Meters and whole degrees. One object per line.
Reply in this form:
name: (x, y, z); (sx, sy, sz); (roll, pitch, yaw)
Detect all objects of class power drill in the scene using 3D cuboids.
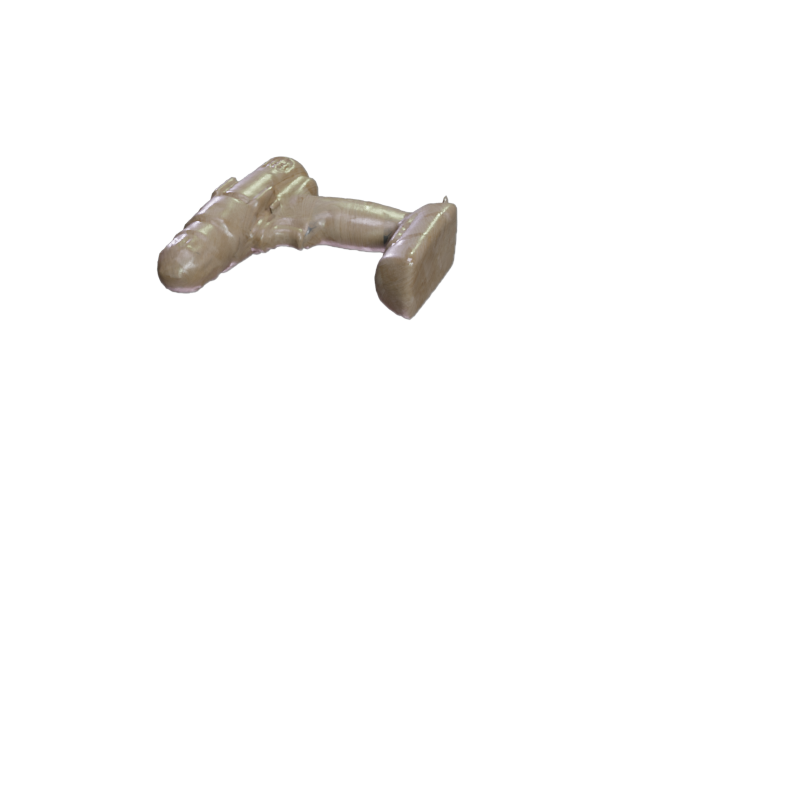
power drill: (-0.065, -0.118, 0.824); (0.195, 0.054, 0.190); (16, 40, 20)
